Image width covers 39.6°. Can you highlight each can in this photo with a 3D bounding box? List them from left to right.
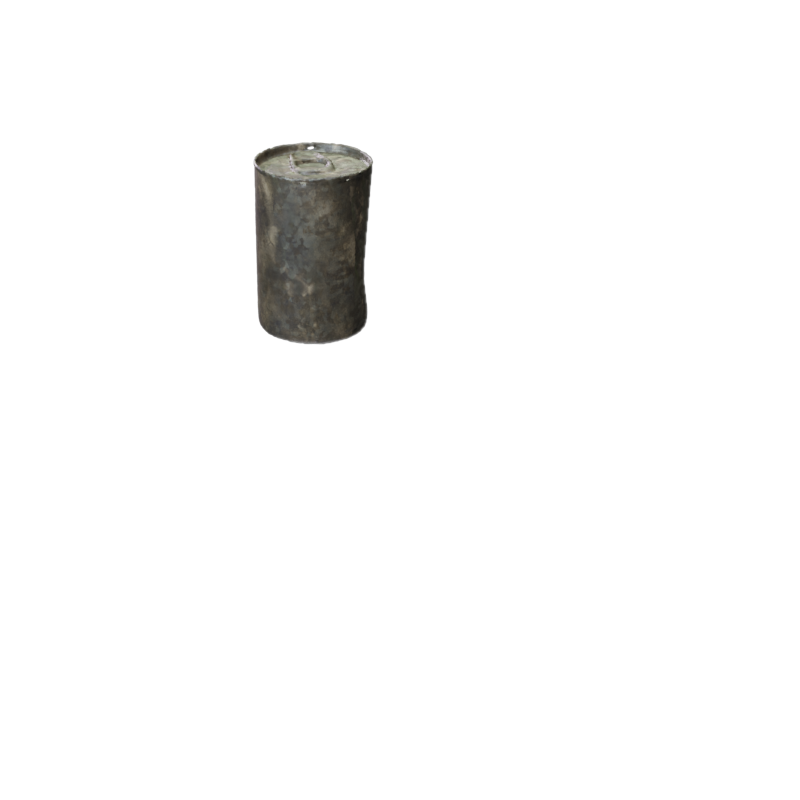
[{"bbox_3d":[-0.051,-0.093,0.649,0.068,0.097,0.072,0,26,-2],"label":"can"}]
